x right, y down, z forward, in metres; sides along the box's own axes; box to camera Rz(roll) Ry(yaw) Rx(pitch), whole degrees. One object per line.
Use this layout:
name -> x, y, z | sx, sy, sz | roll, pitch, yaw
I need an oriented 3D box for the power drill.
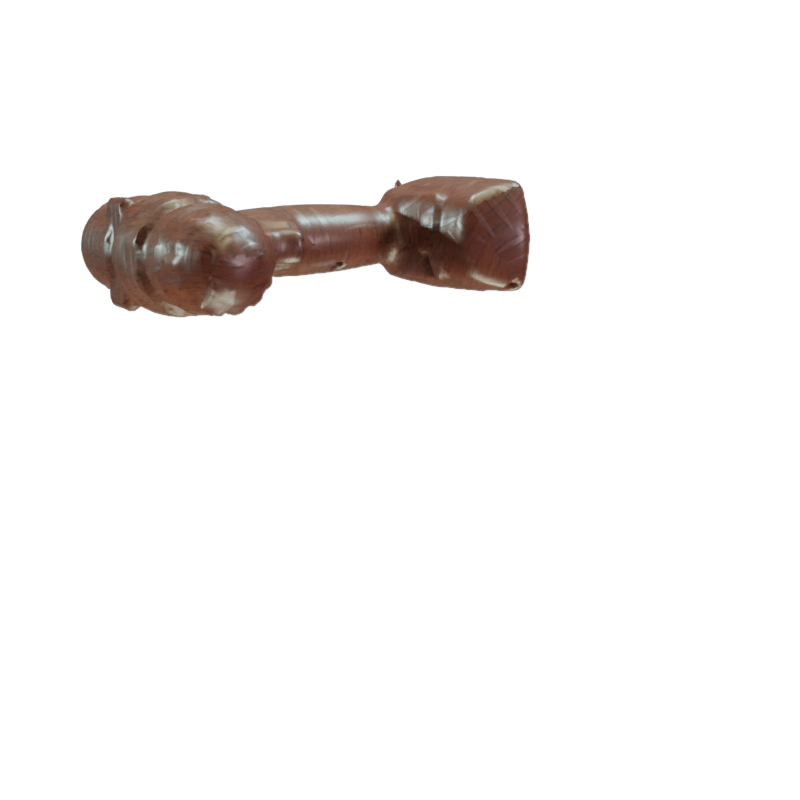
power drill -> -0.039, -0.072, 0.502 | 0.183, 0.056, 0.193 | -6, 13, -25
